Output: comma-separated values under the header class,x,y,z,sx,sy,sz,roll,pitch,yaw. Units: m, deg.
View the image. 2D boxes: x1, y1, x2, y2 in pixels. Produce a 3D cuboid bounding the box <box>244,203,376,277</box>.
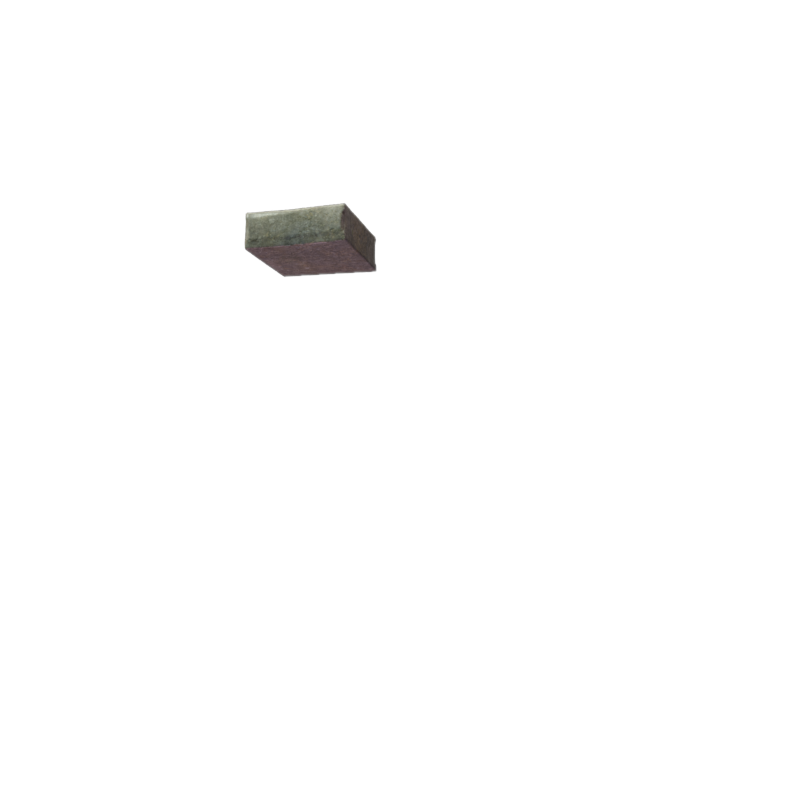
class,x,y,z,sx,sy,sz,roll,pitch,yaw
box,-0.062,-0.113,0.794,0.074,0.031,0.085,-3,-9,15
